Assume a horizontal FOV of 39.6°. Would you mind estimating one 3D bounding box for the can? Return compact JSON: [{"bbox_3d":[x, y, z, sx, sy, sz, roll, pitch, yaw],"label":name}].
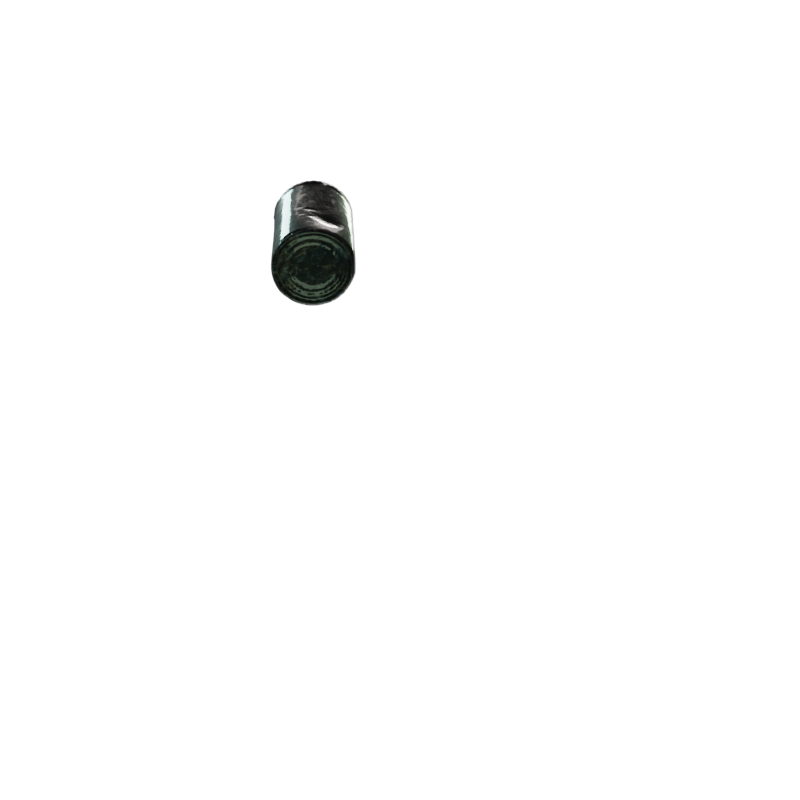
[{"bbox_3d":[-0.071,-0.130,0.907,0.068,0.065,0.108,0,30,-3],"label":"can"}]
